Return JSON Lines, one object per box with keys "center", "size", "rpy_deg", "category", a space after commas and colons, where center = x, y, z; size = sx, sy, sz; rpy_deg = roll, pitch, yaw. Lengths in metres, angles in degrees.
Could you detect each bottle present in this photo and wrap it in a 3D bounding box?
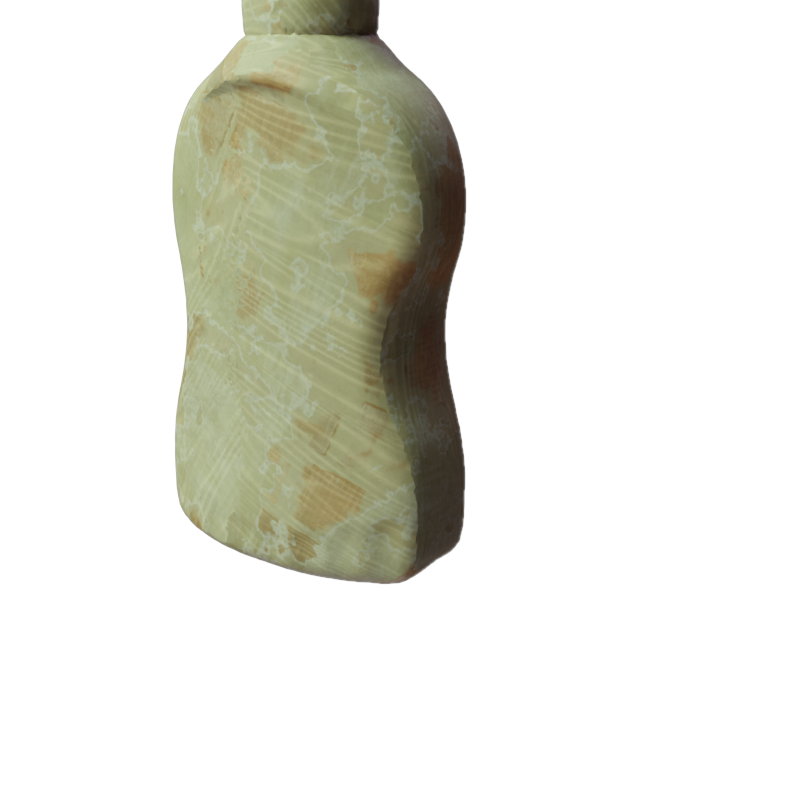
{"center": [-0.027, -0.048, 0.339], "size": [0.101, 0.187, 0.057], "rpy_deg": [9, 13, 36], "category": "bottle"}
